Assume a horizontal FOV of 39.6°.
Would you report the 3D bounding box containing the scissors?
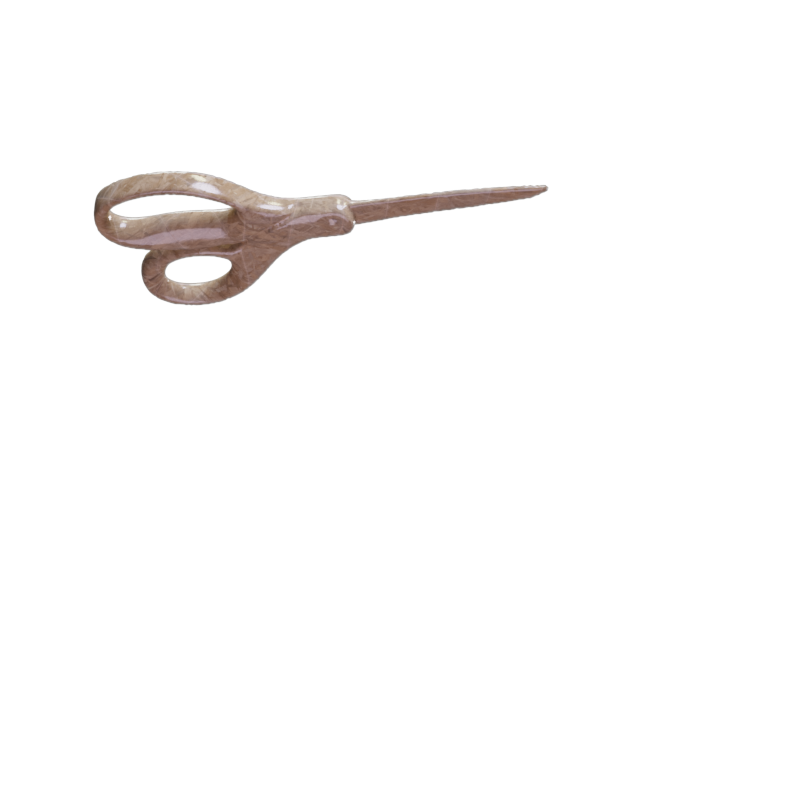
[{"bbox_3d":[-0.041,-0.074,0.520,0.200,0.017,0.090,3,-33,-4],"label":"scissors"}]
